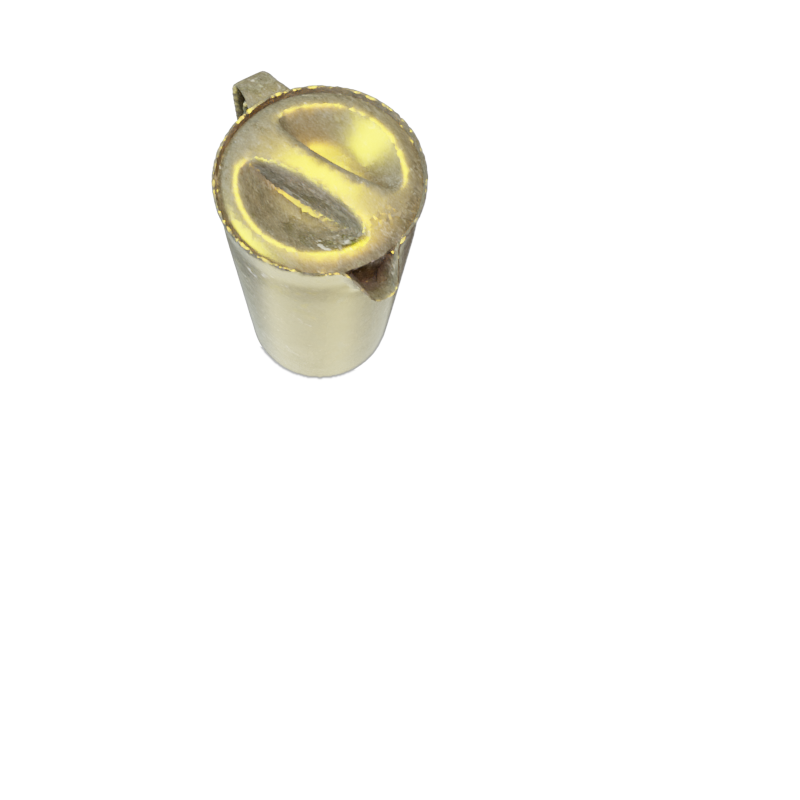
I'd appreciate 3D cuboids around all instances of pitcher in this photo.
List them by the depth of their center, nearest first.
[{"bbox_3d":[-0.062,-0.112,0.786,0.146,0.155,0.231,14,-20,2],"label":"pitcher"}]
